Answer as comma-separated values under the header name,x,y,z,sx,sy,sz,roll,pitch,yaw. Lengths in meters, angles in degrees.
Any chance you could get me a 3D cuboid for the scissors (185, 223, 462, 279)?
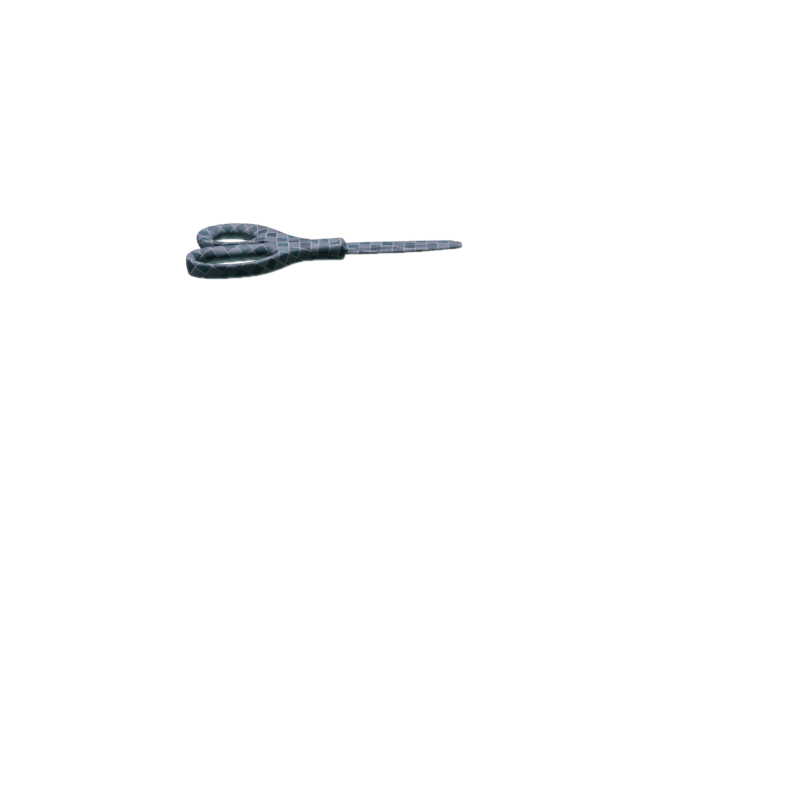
name,x,y,z,sx,sy,sz,roll,pitch,yaw
scissors,-0.065,-0.118,0.830,0.198,0.015,0.103,-11,29,-20
